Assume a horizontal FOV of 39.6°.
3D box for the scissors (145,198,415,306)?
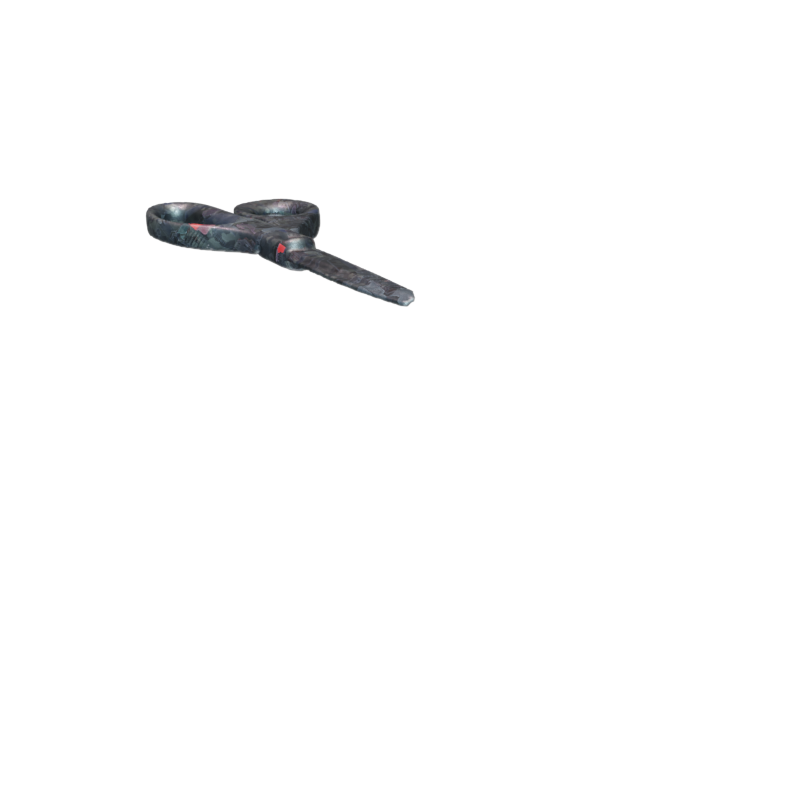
[{"bbox_3d":[-0.040,-0.074,0.517,0.213,0.015,0.094,19,27,41],"label":"scissors"}]
